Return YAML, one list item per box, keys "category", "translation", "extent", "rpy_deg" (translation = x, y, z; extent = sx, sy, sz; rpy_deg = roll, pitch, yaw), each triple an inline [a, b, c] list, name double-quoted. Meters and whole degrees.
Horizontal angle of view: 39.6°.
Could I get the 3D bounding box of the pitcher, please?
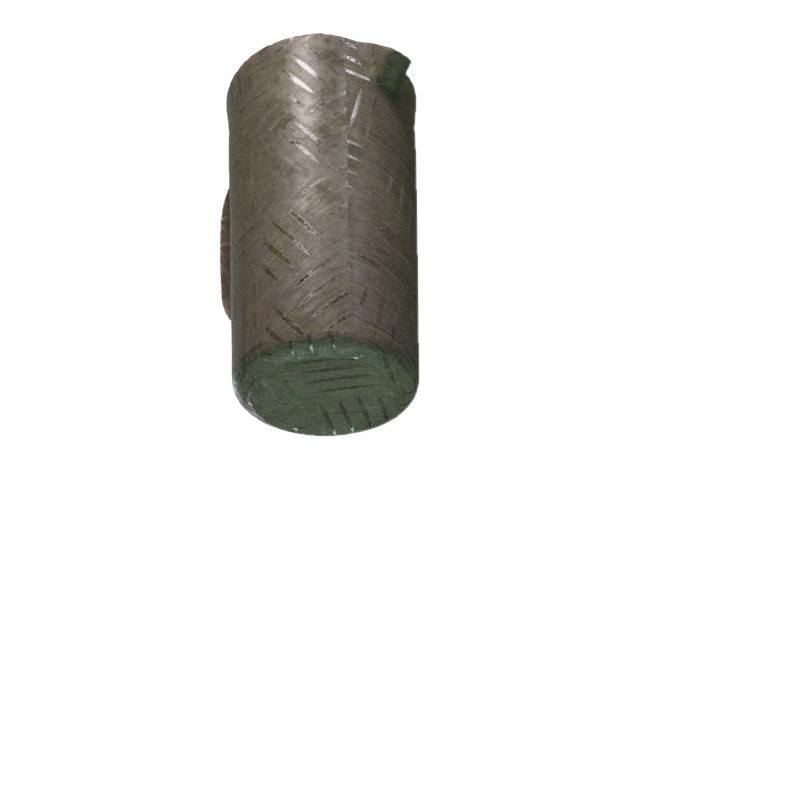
- category: "pitcher"
  translation: [-0.056, -0.102, 0.712]
  extent: [0.145, 0.260, 0.139]
  rpy_deg: [-3, -35, 1]
